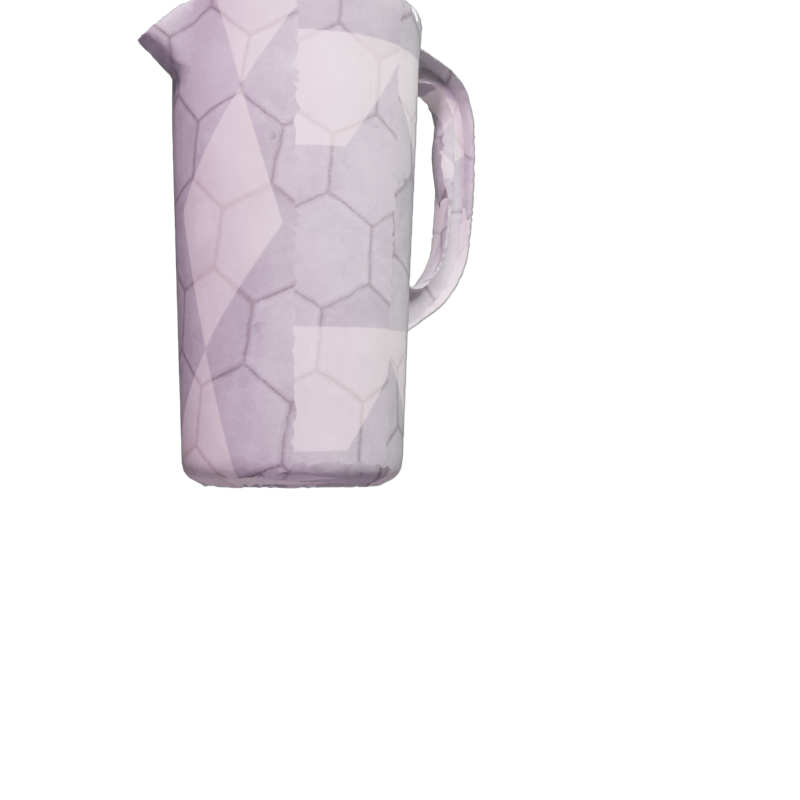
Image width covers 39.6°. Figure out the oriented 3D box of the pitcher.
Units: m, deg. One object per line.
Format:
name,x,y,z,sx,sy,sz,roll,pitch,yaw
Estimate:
pitcher,-0.044,-0.081,0.566,0.152,0.249,0.139,-3,-9,15
